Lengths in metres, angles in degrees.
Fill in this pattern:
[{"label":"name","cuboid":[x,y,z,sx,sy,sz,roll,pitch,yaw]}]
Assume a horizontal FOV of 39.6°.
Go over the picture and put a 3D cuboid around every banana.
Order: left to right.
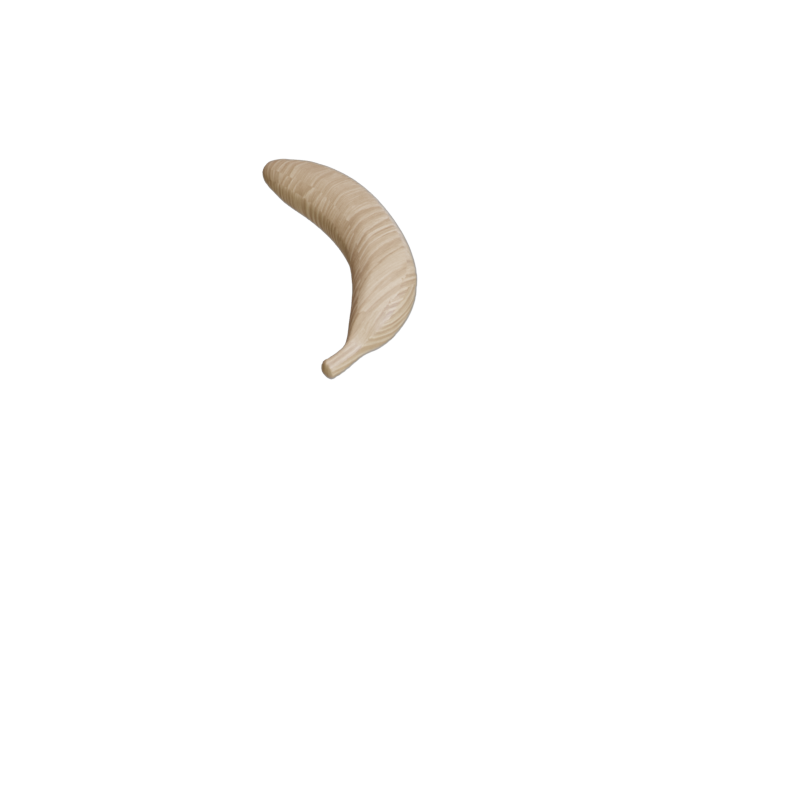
[{"label":"banana","cuboid":[-0.033,-0.094,0.659,0.069,0.034,0.214,-9,42,-11]}]
